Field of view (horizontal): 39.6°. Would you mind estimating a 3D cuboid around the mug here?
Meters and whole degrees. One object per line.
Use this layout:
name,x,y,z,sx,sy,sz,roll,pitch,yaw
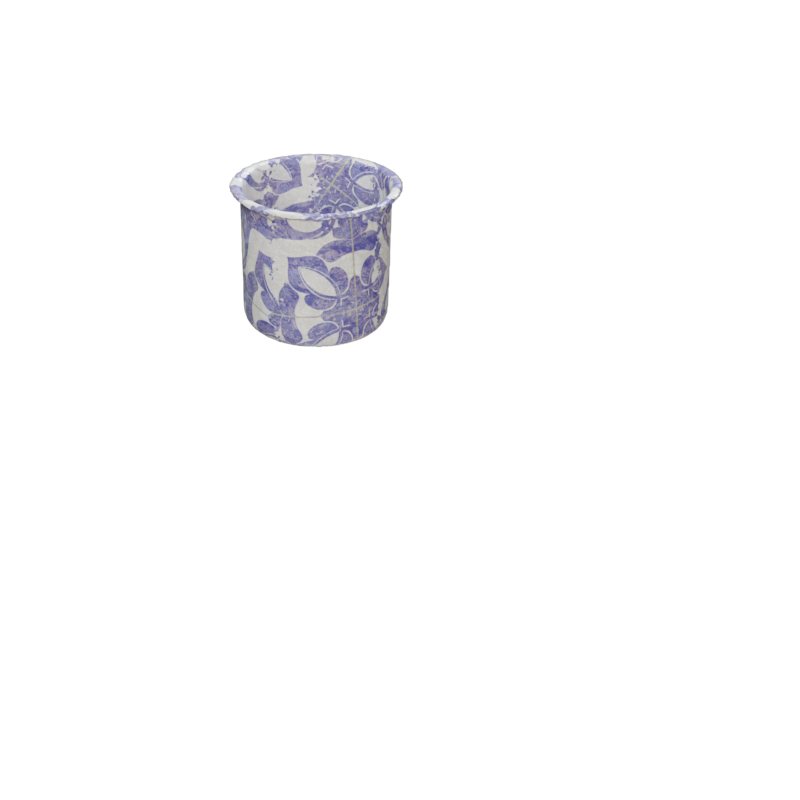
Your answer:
mug,-0.049,-0.089,0.623,0.092,0.077,0.125,-4,30,-9
